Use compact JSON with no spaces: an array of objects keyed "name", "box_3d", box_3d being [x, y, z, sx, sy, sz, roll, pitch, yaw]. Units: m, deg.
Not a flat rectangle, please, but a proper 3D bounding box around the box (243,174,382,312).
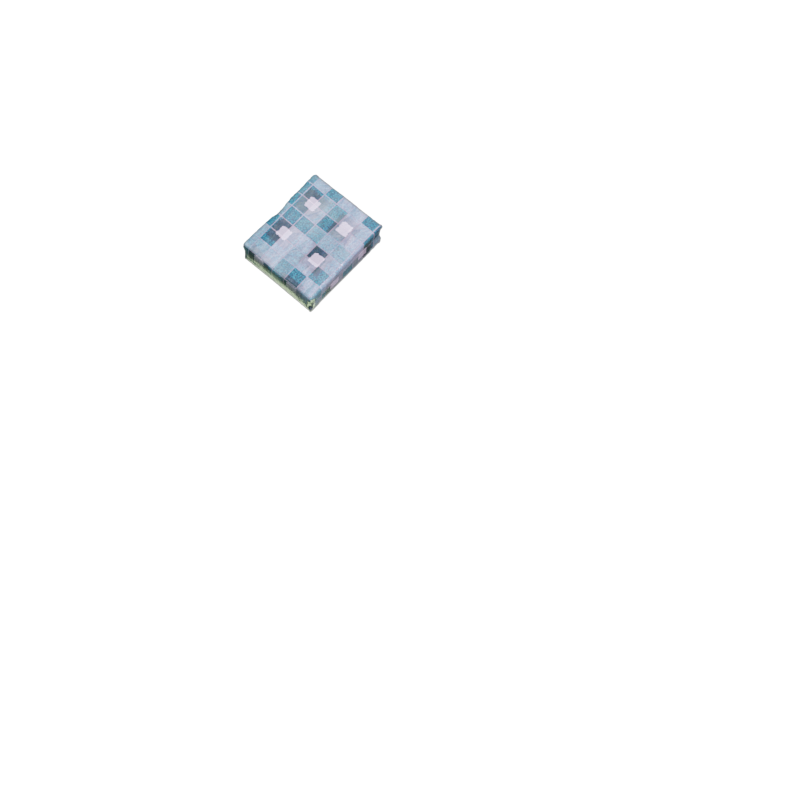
[{"name":"box","box_3d":[-0.070,-0.127,0.890,0.076,0.090,0.029,38,-19,15]}]
